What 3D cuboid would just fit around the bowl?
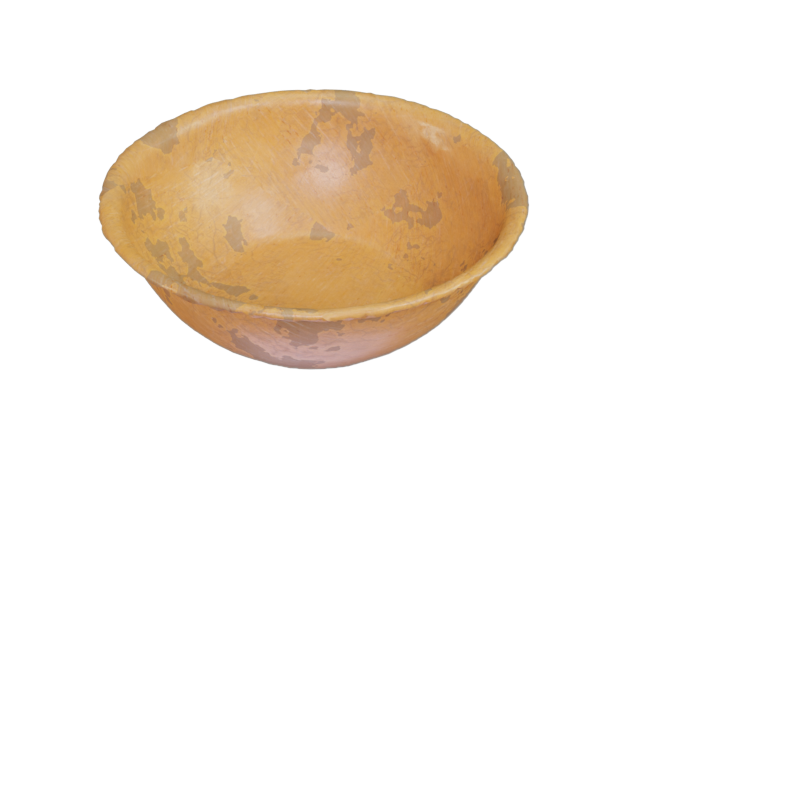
[{"bbox_3d":[-0.034,-0.062,0.435,0.162,0.051,0.174,-1,39,-2],"label":"bowl"}]
